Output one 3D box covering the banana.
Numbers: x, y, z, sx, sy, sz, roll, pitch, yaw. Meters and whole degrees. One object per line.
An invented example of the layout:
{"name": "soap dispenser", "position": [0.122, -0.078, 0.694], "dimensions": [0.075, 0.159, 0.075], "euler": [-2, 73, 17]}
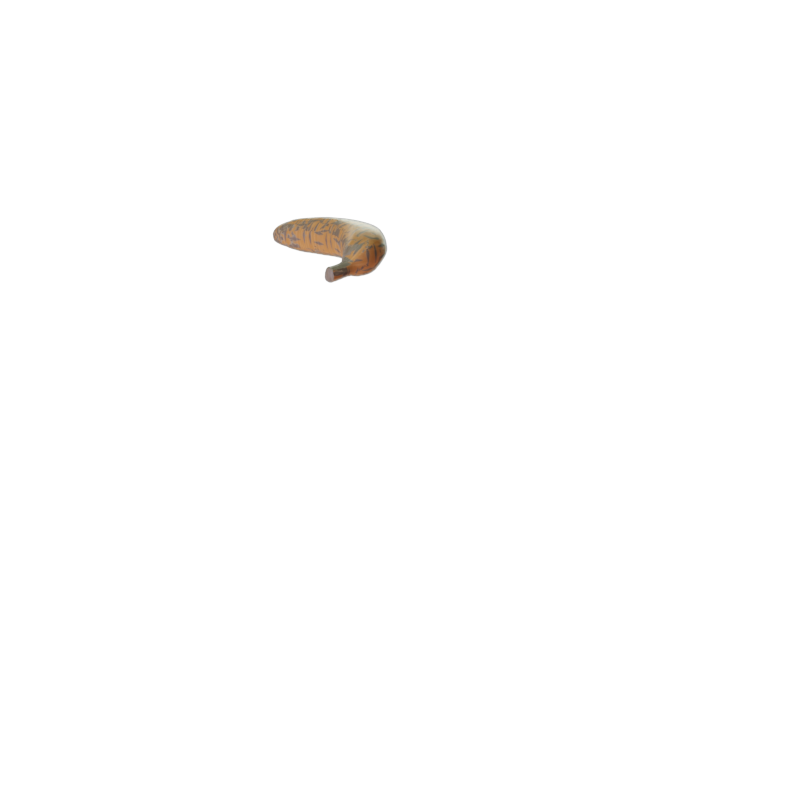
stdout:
{"name": "banana", "position": [-0.055, -0.136, 0.949], "dimensions": [0.068, 0.036, 0.207], "euler": [-4, 16, -17]}
